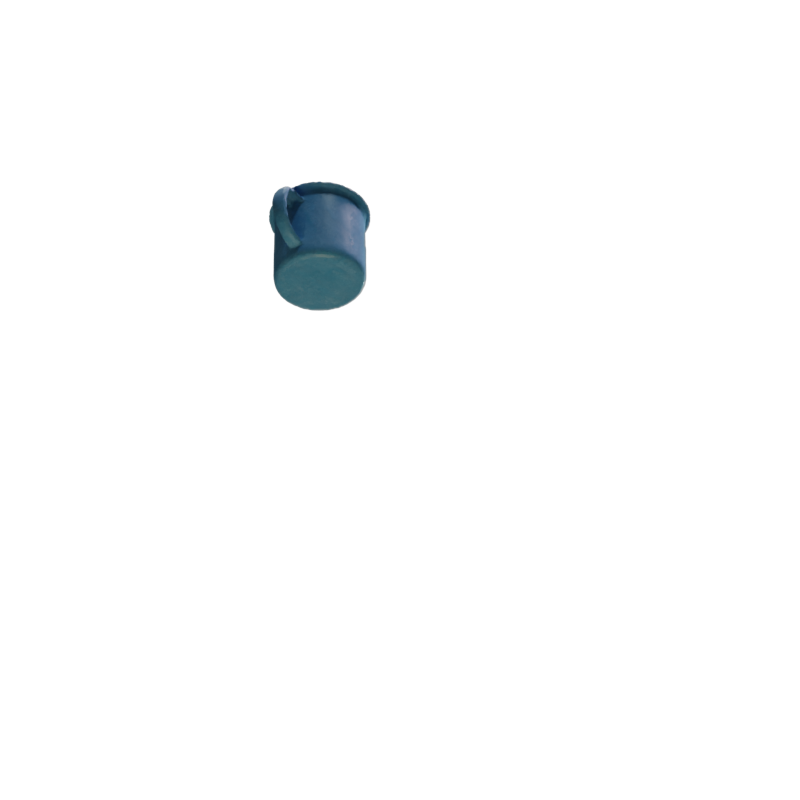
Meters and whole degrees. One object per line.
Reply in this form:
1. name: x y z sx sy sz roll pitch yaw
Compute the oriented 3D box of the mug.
1. mug: -0.077 -0.140 0.982 0.094 0.087 0.108 -19 -42 20
